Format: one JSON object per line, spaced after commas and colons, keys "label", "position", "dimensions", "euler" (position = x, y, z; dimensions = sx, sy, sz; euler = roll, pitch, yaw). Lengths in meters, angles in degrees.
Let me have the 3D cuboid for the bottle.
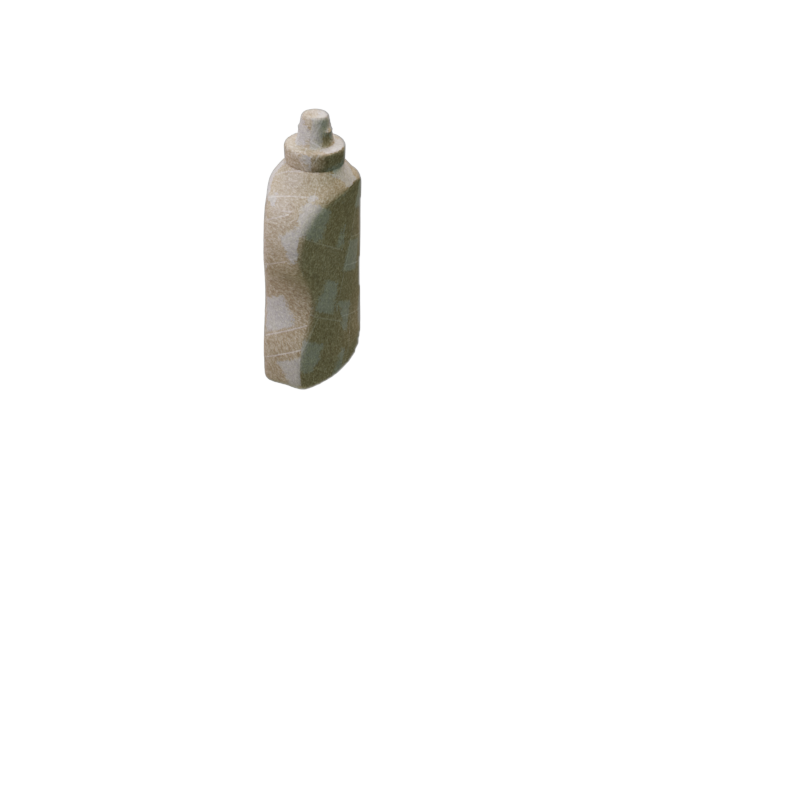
{"label": "bottle", "position": [-0.060, -0.109, 0.767], "dimensions": [0.061, 0.180, 0.098], "euler": [16, 34, 21]}
